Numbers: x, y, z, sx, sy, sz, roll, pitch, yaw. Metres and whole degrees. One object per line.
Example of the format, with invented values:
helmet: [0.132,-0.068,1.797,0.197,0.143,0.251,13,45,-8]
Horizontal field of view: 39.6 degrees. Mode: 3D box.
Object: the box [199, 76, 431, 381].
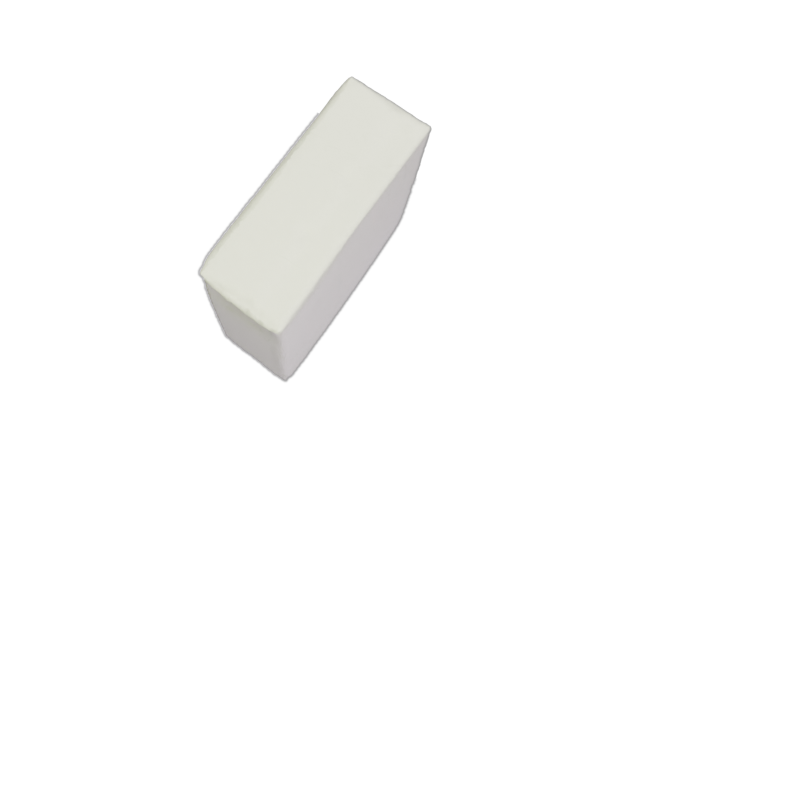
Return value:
box: [-0.061,-0.111,0.777,0.073,0.166,0.208,35,-10,1]
